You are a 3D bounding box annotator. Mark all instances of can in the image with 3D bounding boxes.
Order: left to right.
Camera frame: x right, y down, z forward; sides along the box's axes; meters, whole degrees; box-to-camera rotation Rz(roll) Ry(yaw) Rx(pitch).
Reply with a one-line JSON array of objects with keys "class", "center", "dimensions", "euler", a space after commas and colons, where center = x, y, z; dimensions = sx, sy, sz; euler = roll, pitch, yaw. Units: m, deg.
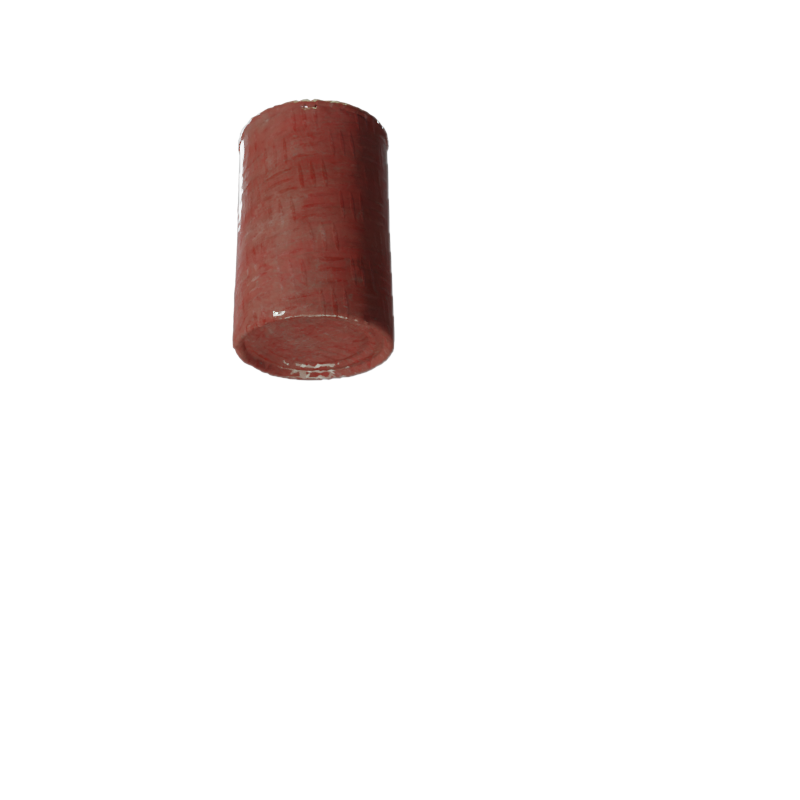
[{"class": "can", "center": [-0.037, -0.068, 0.475], "dimensions": [0.068, 0.108, 0.065], "euler": [0, -27, -2]}]
